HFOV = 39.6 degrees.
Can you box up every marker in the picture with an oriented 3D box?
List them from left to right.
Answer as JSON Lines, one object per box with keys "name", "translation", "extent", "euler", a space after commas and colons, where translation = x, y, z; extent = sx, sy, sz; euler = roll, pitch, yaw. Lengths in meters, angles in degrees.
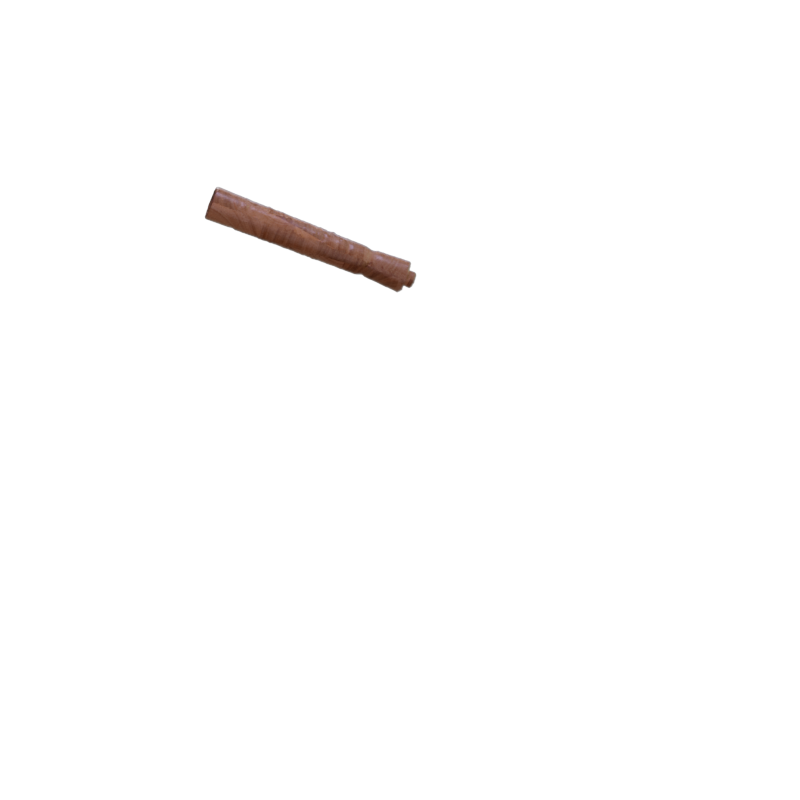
{"name": "marker", "translation": [-0.048, -0.087, 0.610], "extent": [0.119, 0.020, 0.020], "euler": [20, 0, -9]}
